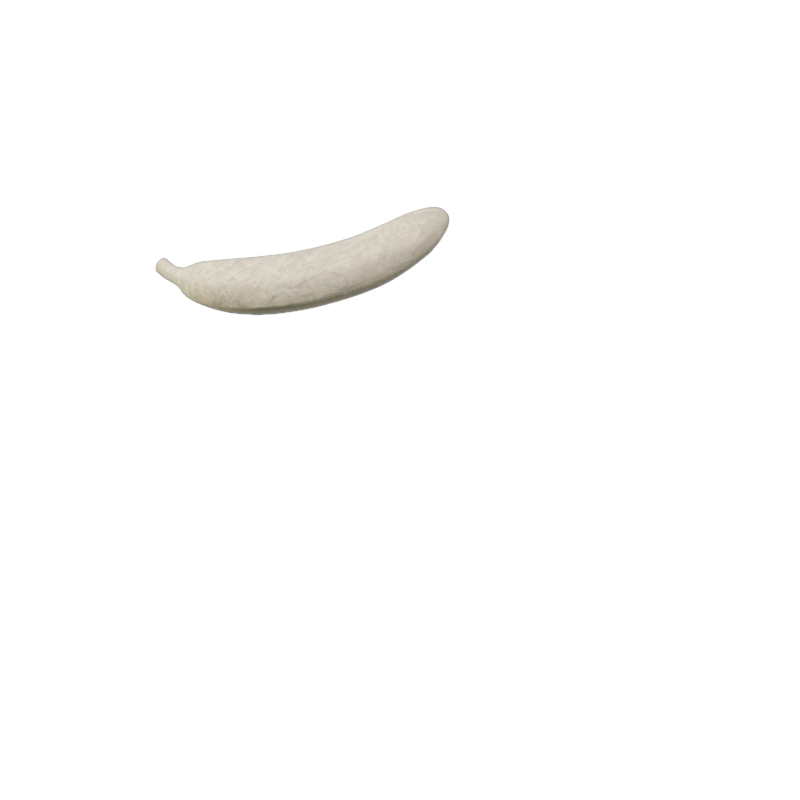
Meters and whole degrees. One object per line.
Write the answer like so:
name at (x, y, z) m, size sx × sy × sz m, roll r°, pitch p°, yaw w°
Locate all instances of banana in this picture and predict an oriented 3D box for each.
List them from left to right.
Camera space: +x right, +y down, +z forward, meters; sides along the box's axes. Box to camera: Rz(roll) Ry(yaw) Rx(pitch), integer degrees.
banana at (-0.055, -0.088, 0.708) m, size 0.196 × 0.075 × 0.034 m, roll -10°, pitch -42°, yaw -10°
